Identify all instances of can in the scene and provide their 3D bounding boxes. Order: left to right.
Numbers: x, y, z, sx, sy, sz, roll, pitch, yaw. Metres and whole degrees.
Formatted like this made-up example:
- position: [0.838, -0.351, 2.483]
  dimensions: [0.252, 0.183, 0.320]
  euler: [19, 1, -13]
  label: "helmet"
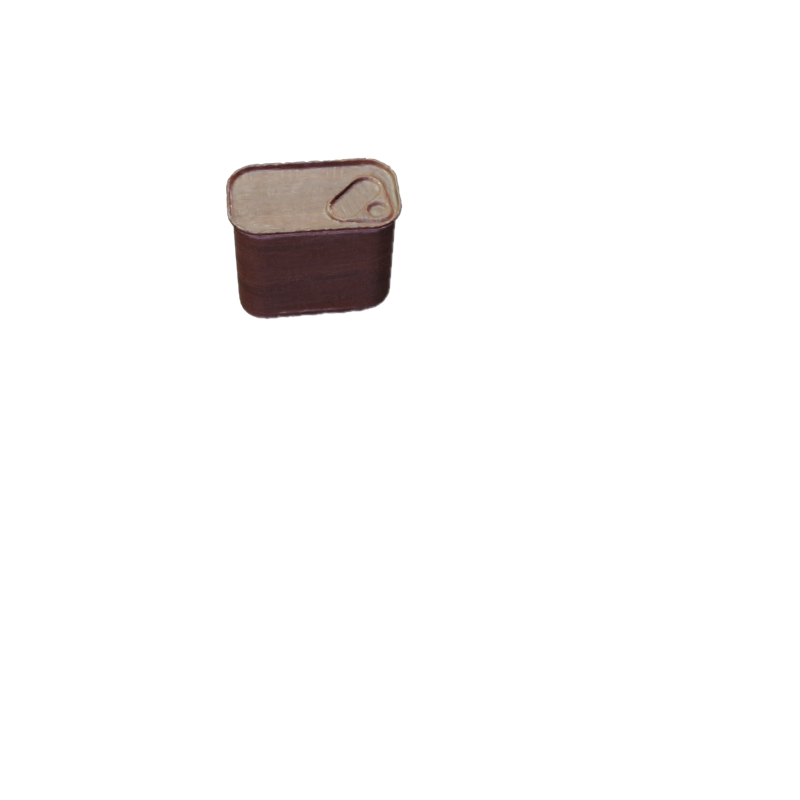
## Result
- position: [-0.053, -0.097, 0.679]
  dimensions: [0.101, 0.062, 0.078]
  euler: [-4, -38, -5]
  label: "can"
